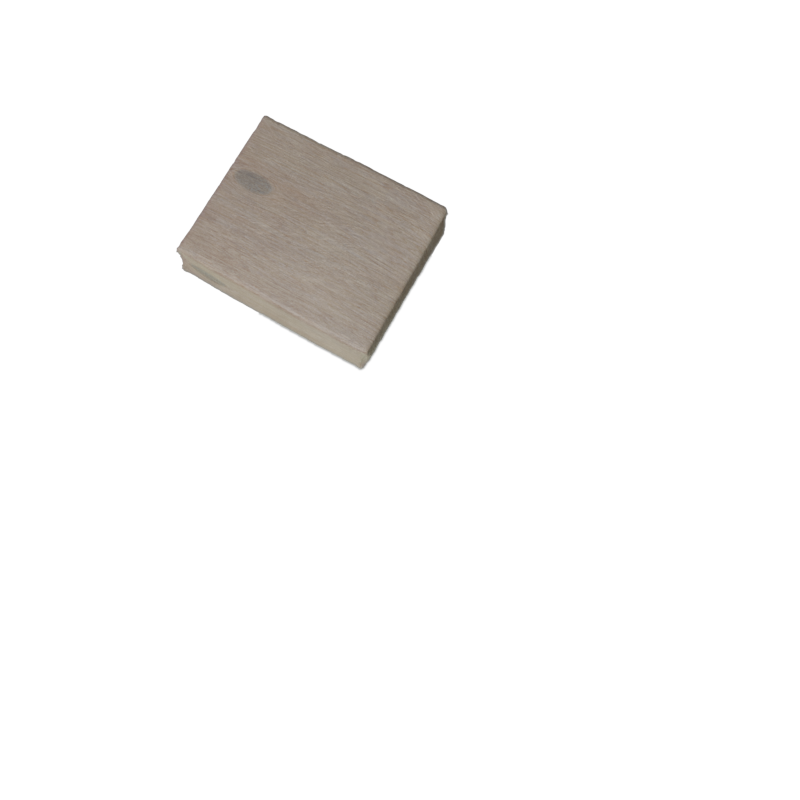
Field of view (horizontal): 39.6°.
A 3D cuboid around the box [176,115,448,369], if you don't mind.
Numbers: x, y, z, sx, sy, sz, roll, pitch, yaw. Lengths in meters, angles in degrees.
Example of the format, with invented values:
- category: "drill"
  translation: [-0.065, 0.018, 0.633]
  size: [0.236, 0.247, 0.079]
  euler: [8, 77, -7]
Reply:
- category: "box"
  translation: [-0.045, -0.083, 0.577]
  size: [0.116, 0.092, 0.037]
  euler: [27, -20, 10]
